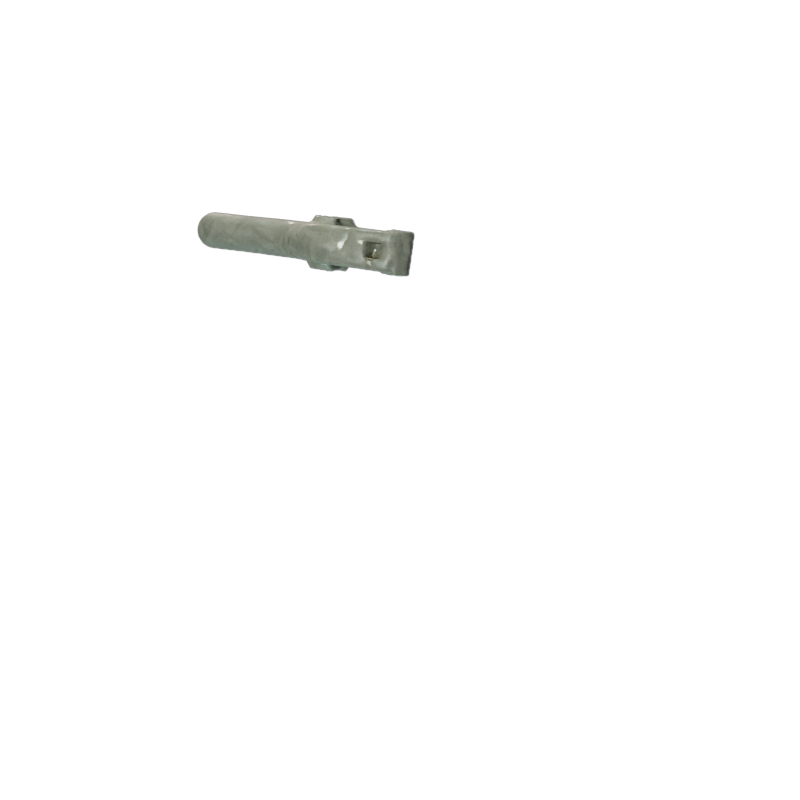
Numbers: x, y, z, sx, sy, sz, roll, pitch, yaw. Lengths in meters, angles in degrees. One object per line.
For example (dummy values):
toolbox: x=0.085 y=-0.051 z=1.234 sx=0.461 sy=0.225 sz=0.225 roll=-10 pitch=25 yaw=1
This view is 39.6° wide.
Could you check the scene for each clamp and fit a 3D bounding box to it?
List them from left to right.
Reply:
clamp: x=-0.057 y=-0.104 z=0.728 sx=0.117 sy=0.039 sz=0.178 roll=-4 pitch=10 yaw=-26
